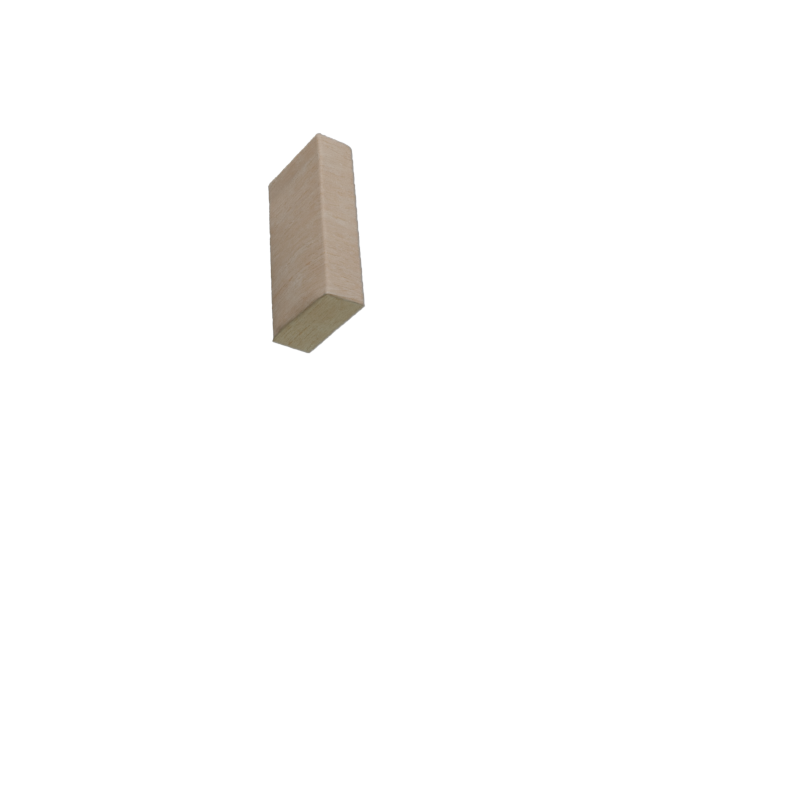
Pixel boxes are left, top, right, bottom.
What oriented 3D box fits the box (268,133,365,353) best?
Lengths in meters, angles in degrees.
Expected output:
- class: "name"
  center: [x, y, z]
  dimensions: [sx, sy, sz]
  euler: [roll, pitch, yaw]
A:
- class: "box"
  center: [-0.077, -0.141, 0.989]
  dimensions: [0.046, 0.188, 0.092]
  euler: [20, -39, -30]
